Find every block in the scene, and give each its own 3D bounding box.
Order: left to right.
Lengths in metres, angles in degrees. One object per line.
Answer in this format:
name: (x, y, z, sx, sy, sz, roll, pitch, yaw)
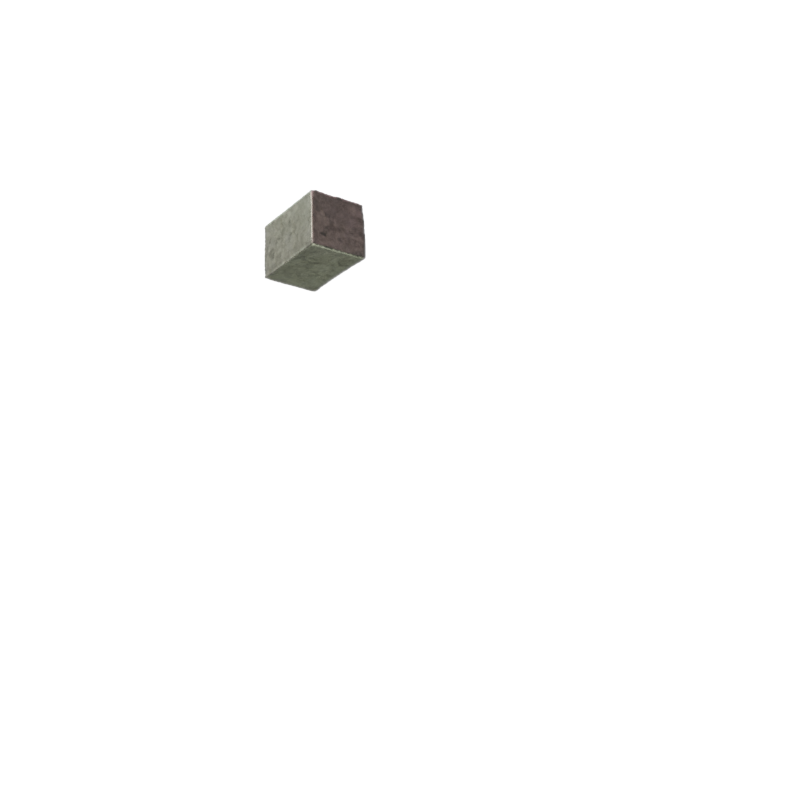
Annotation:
block: (-0.072, -0.131, 0.920, 0.050, 0.054, 0.078, 15, -27, -33)
